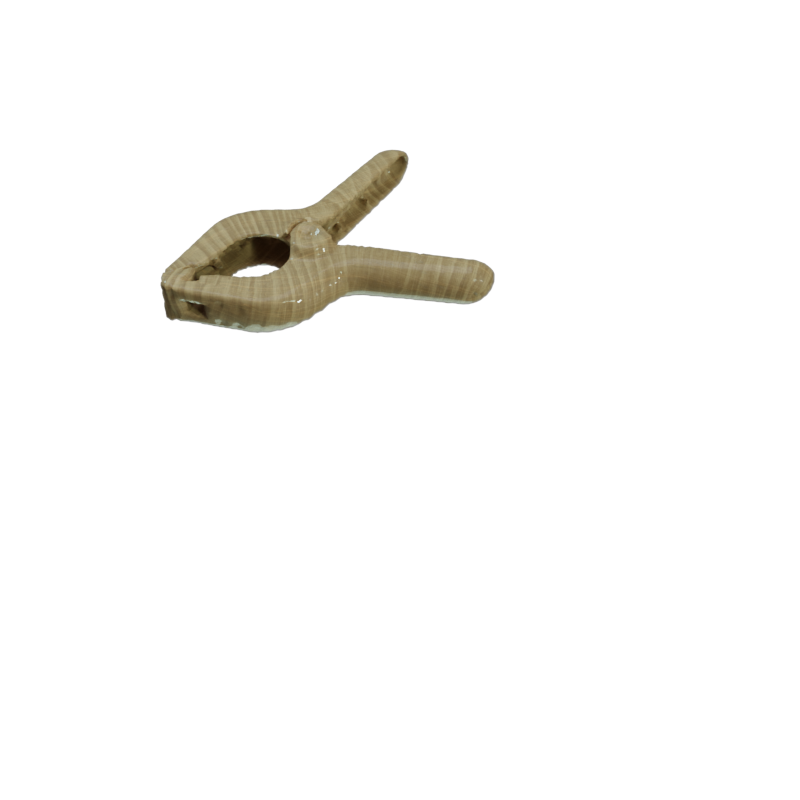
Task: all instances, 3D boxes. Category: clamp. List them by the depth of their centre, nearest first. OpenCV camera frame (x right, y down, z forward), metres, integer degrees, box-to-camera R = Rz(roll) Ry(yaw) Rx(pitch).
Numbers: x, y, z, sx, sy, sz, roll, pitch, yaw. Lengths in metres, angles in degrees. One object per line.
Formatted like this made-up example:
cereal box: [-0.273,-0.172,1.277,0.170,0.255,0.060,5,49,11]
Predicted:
clamp: [-0.047,-0.086,0.604,0.170,0.037,0.130,-9,42,-11]
